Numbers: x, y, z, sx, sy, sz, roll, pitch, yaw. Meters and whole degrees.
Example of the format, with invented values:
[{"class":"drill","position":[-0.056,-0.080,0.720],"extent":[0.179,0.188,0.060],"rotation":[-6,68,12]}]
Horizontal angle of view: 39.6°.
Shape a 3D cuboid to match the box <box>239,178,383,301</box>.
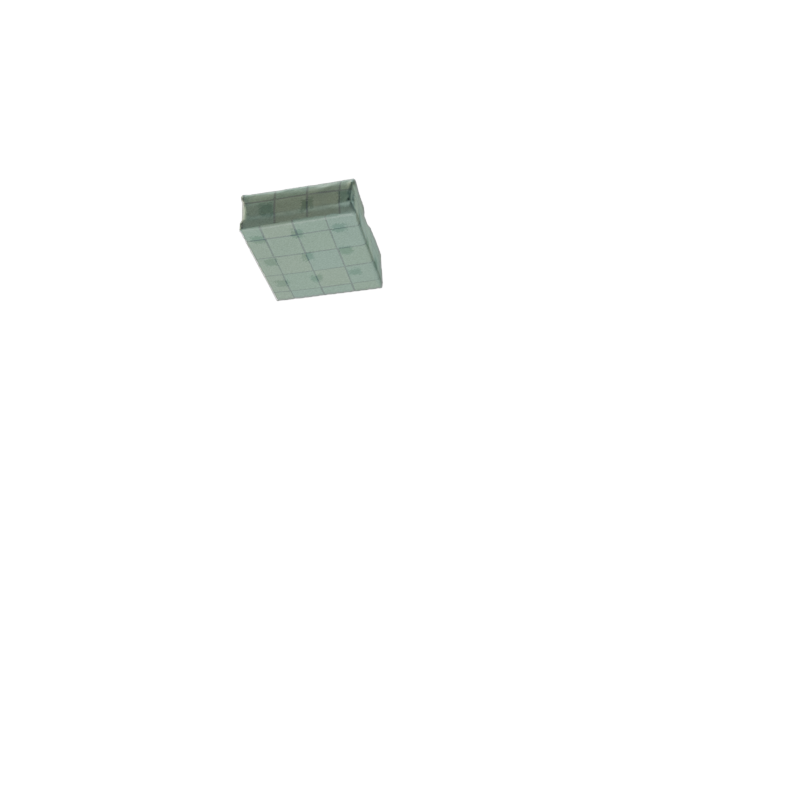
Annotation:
[{"class":"box","position":[-0.055,-0.101,0.705],"extent":[0.074,0.032,0.083],"rotation":[-6,-31,10]}]
